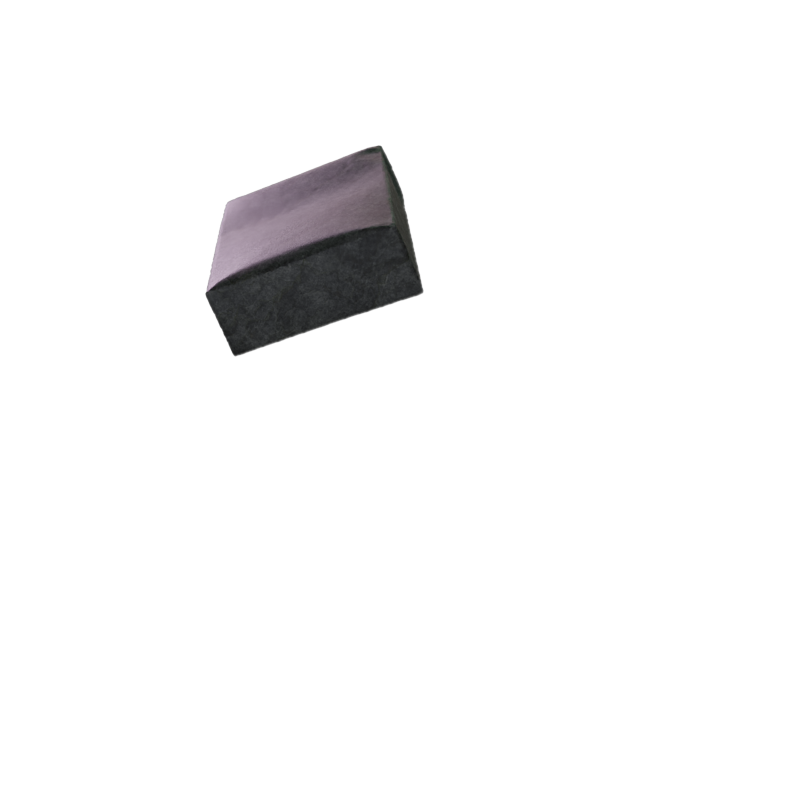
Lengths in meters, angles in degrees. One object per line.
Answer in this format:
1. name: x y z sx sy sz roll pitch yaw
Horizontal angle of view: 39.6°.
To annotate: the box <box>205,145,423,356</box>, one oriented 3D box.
1. box: -0.076 -0.138 0.966 0.165 0.068 0.226 -19 28 7
